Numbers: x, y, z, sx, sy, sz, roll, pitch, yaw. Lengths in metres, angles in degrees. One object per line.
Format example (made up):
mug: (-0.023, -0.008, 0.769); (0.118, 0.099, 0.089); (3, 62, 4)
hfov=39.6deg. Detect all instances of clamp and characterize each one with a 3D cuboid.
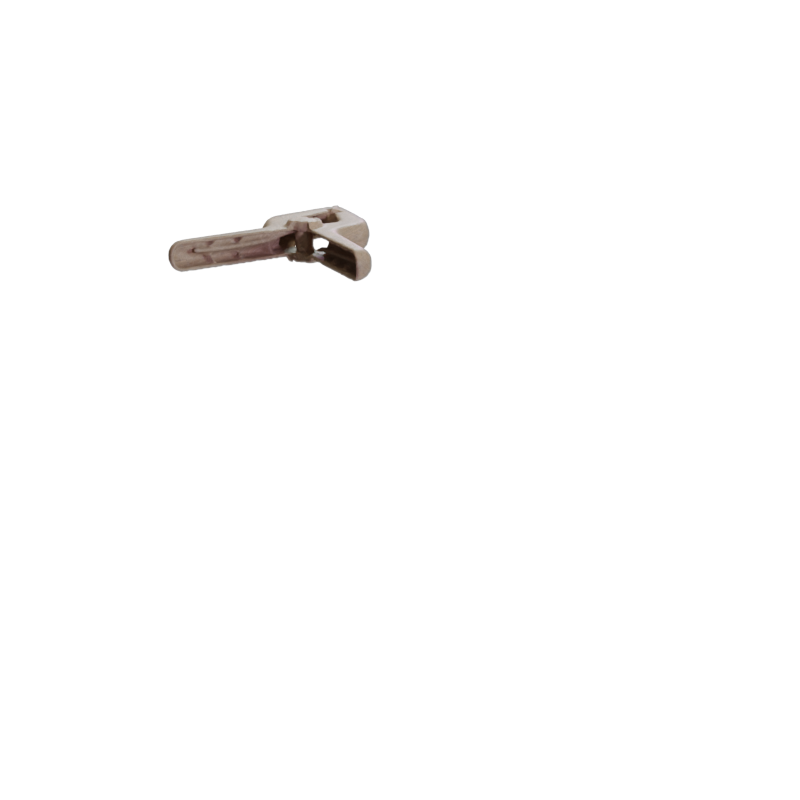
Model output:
clamp: (-0.073, -0.133, 0.931); (0.170, 0.035, 0.210); (7, 20, 21)
